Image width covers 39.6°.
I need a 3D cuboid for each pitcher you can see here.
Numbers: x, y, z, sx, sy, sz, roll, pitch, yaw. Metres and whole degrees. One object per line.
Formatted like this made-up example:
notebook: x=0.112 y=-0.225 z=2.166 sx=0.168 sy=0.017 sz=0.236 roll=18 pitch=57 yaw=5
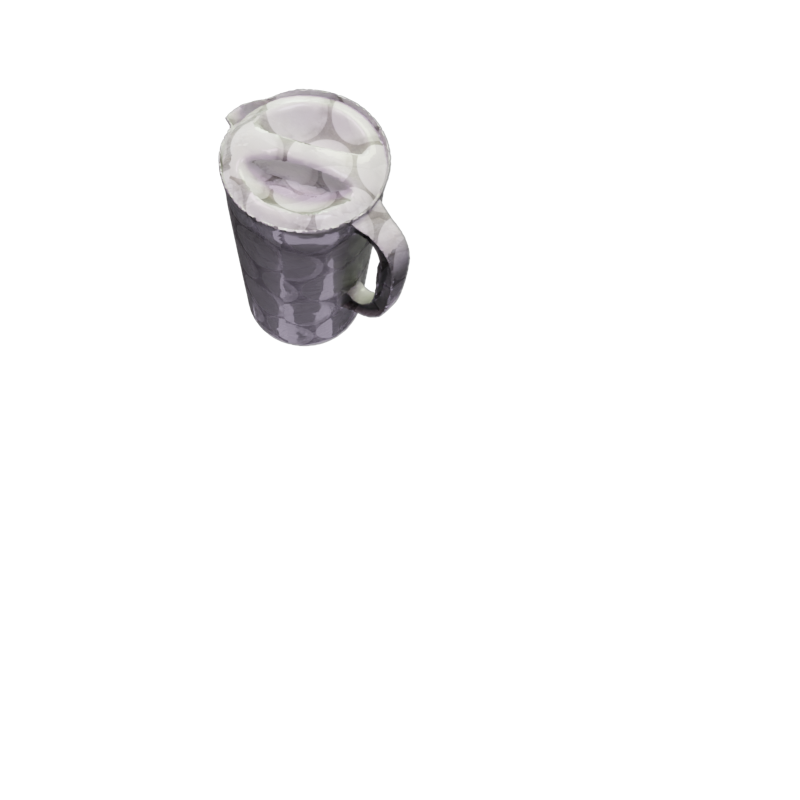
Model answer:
pitcher: x=-0.074 y=-0.135 z=0.945 sx=0.144 sy=0.158 sz=0.229 roll=-1 pitch=-25 yaw=-4
